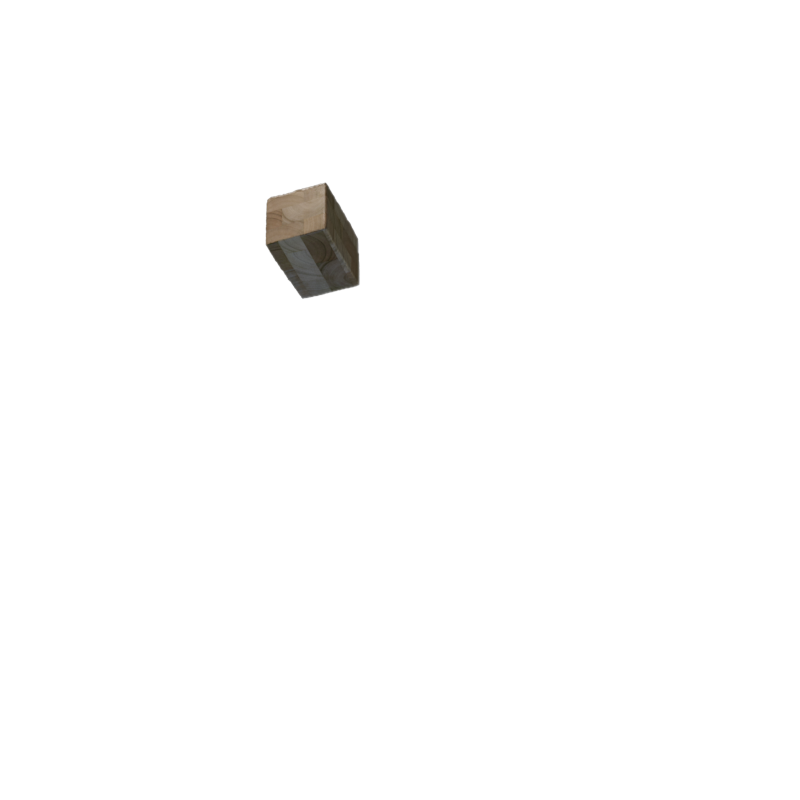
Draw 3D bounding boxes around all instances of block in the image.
[{"bbox_3d":[-0.070,-0.127,0.892,0.053,0.055,0.072,-13,-37,15],"label":"block"}]
